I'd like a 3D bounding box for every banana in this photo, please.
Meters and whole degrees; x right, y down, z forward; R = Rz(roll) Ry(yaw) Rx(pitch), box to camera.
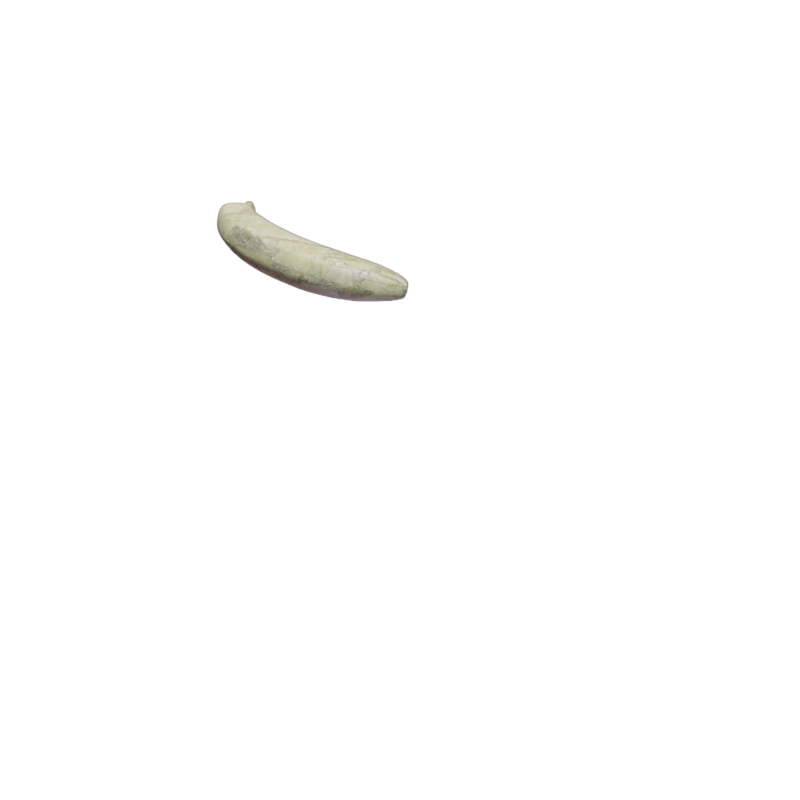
[{"bbox_3d":[-0.083,-0.117,0.851,0.069,0.034,0.212,-25,42,-33],"label":"banana"}]
